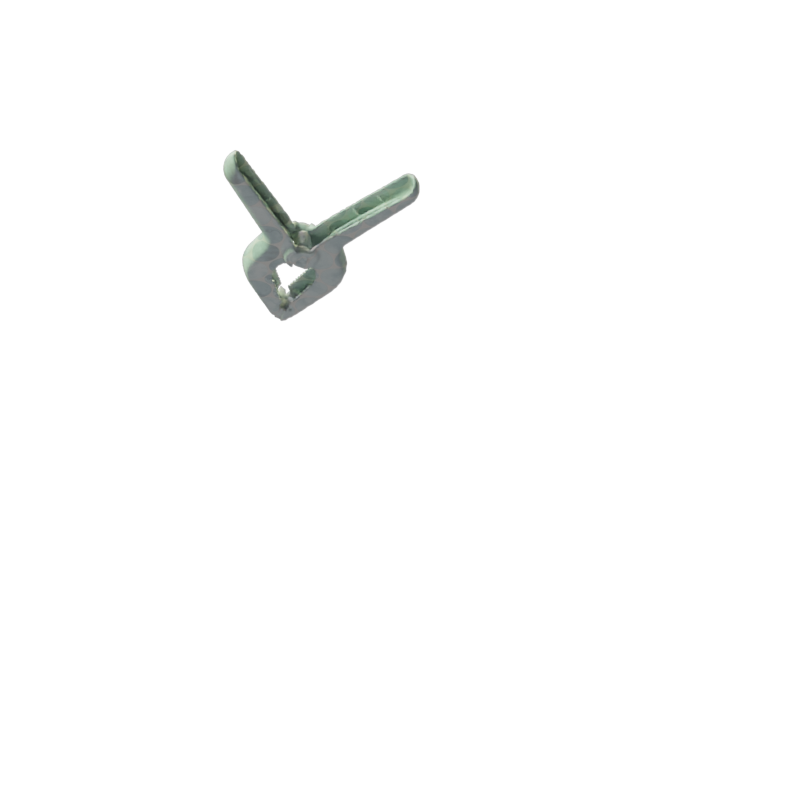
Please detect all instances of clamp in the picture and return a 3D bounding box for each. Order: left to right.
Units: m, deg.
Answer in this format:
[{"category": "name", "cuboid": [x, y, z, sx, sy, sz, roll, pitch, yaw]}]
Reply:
[{"category": "clamp", "cuboid": [-0.077, -0.140, 0.982, 0.163, 0.039, 0.198, 4, -34, -6]}]
